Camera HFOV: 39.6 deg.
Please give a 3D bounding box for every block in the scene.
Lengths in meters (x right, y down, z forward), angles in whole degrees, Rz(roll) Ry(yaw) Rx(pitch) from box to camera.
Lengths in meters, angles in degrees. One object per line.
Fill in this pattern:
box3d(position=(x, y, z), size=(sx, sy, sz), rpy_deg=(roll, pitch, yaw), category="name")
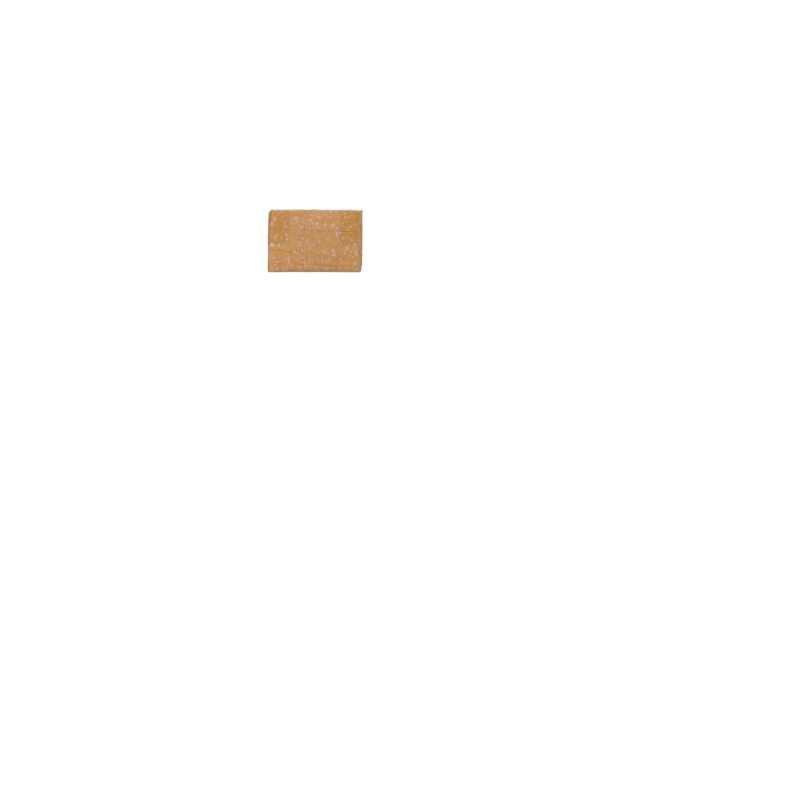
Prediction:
box3d(position=(-0.072, -0.132, 0.926), size=(0.077, 0.051, 0.053), rpy_deg=(0, 3, -6), category="block")
